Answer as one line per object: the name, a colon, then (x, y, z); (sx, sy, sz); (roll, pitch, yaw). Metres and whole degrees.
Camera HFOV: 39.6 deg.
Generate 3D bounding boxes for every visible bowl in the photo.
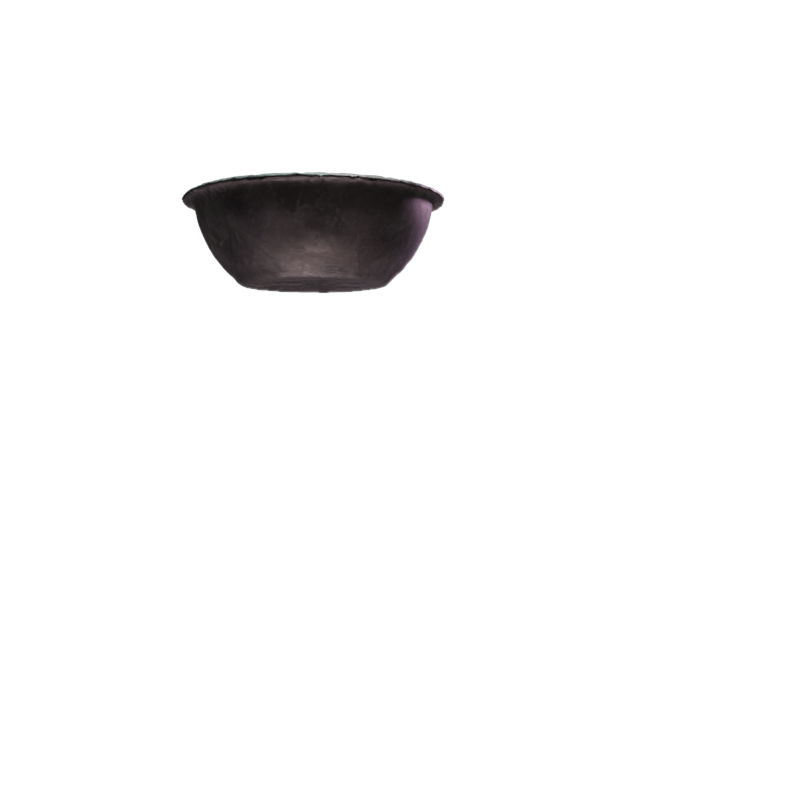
bowl: (-0.054, -0.098, 0.684); (0.162, 0.056, 0.161); (0, -1, -2)
